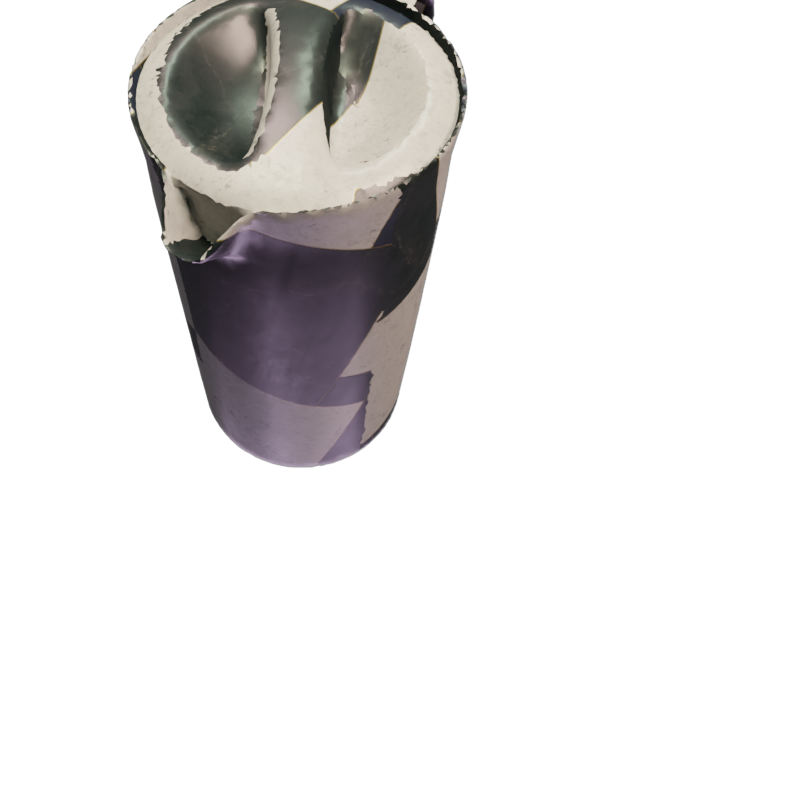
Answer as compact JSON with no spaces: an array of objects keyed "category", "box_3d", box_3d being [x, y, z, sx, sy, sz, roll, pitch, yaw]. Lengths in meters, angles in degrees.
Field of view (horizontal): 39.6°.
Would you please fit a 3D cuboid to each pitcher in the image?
[{"category":"pitcher","box_3d":[-0.042,-0.076,0.530,0.148,0.156,0.227,-13,-31,-11]}]
